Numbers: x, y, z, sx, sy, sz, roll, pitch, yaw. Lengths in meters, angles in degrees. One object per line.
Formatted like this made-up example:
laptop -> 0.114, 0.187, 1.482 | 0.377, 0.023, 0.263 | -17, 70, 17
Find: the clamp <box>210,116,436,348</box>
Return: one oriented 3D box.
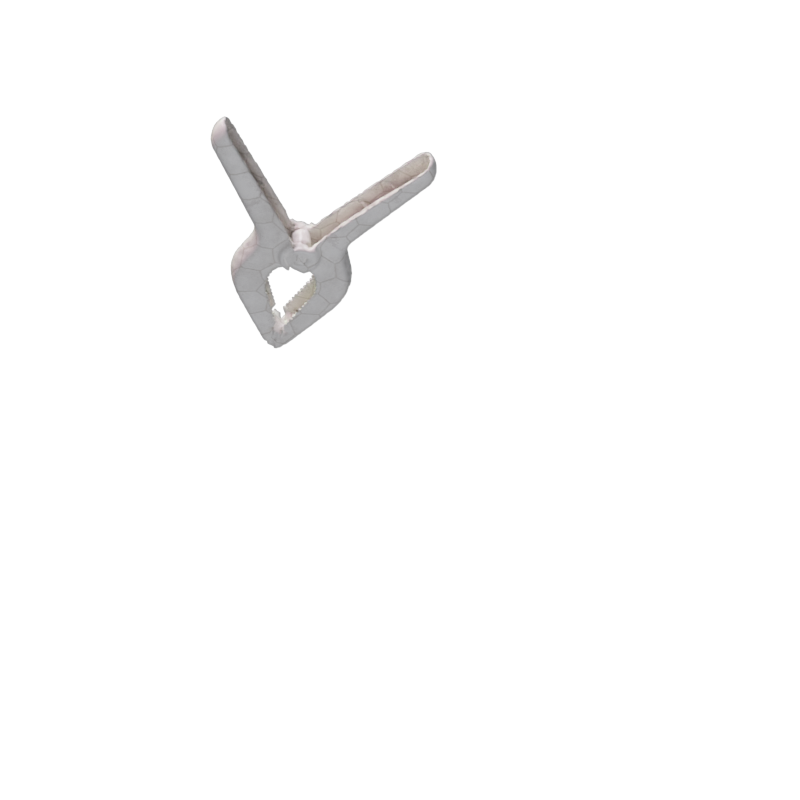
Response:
clamp -> -0.067, -0.121, 0.850 | 0.163, 0.197, 0.039 | 6, 43, -5
